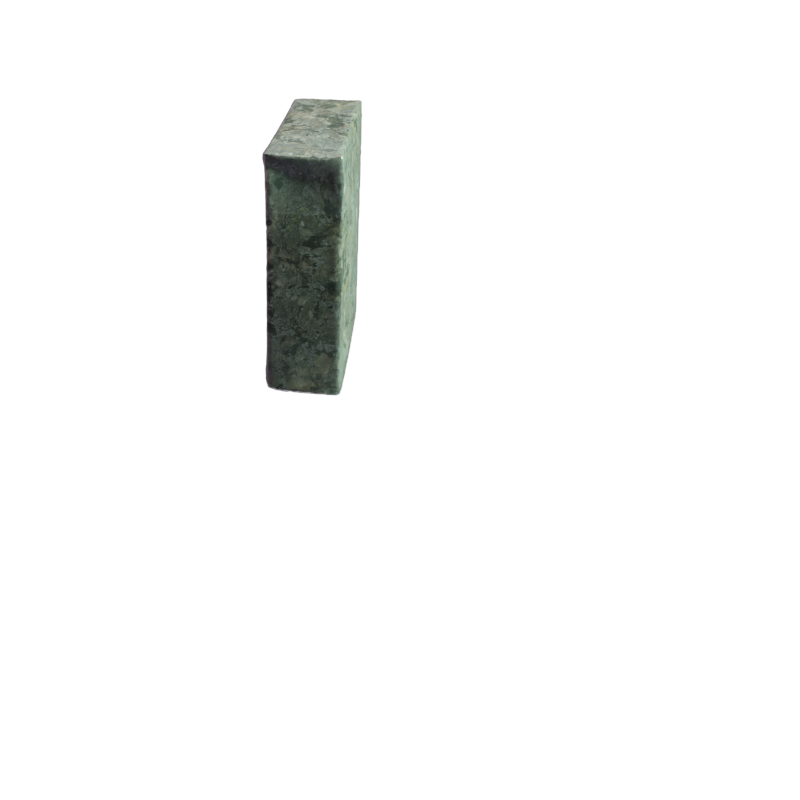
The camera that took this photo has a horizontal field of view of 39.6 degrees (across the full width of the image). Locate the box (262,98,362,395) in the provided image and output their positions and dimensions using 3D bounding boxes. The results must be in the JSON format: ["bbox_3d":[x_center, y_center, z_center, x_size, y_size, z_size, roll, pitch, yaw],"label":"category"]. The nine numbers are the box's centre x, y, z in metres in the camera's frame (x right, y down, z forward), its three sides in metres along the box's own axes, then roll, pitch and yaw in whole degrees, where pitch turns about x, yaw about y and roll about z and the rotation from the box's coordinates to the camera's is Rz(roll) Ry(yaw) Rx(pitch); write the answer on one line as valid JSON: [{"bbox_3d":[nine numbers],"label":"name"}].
[{"bbox_3d":[-0.075,-0.137,0.962,0.072,0.203,0.172,3,26,2],"label":"box"}]
